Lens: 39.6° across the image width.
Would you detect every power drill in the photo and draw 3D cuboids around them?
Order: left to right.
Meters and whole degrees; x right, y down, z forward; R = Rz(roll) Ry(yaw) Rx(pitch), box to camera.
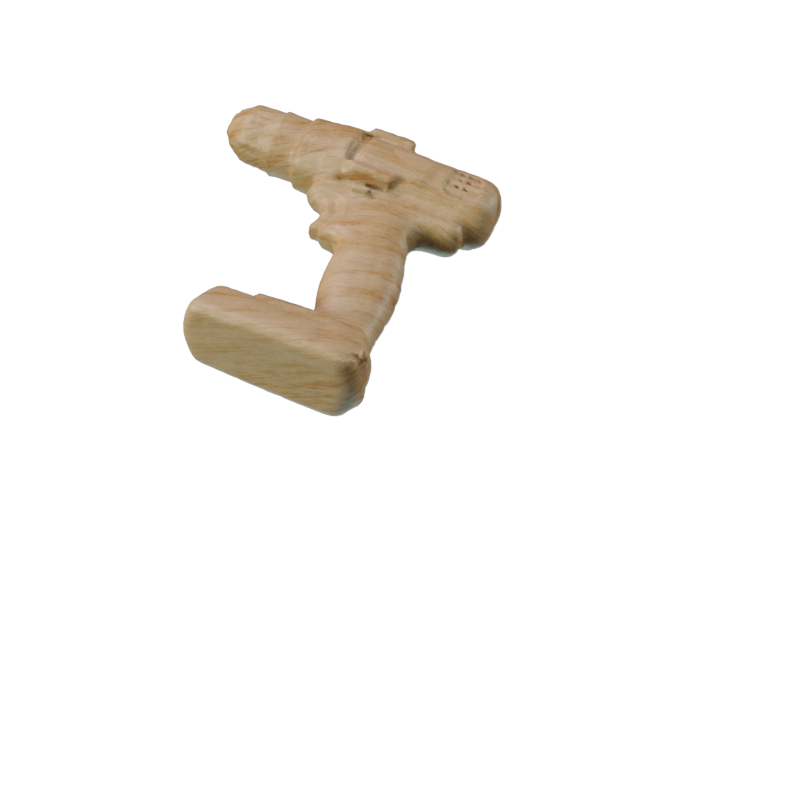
[{"bbox_3d":[-0.052,-0.094,0.661,0.190,0.195,0.053,20,-36,14],"label":"power drill"}]
